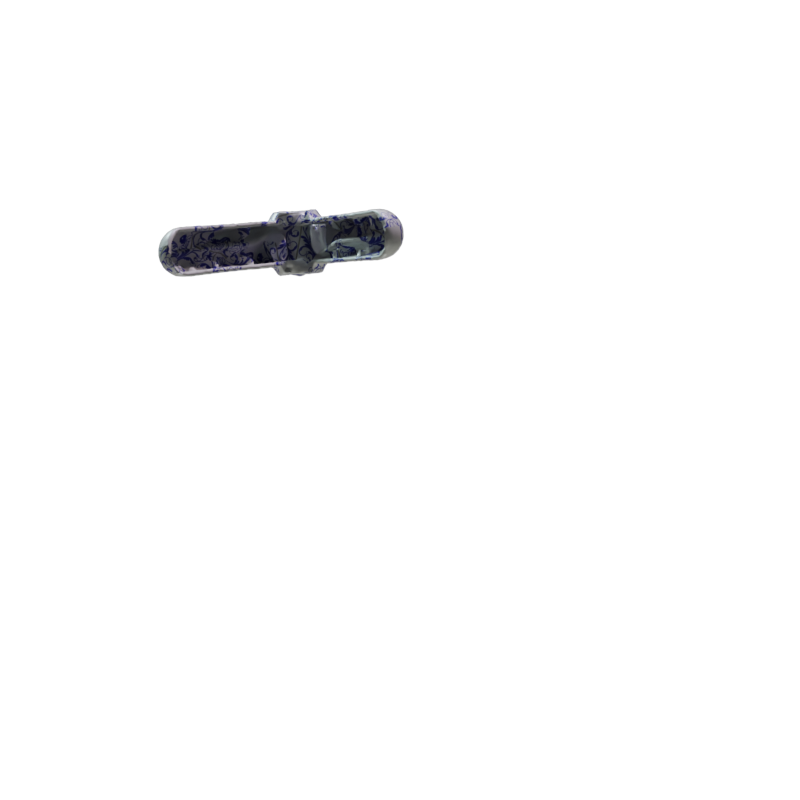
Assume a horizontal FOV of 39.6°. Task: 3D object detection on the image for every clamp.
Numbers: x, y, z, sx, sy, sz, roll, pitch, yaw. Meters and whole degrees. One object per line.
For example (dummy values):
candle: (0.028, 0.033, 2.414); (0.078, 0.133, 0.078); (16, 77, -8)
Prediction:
clamp: (-0.048, -0.087, 0.608); (0.122, 0.039, 0.171); (2, 11, 12)
